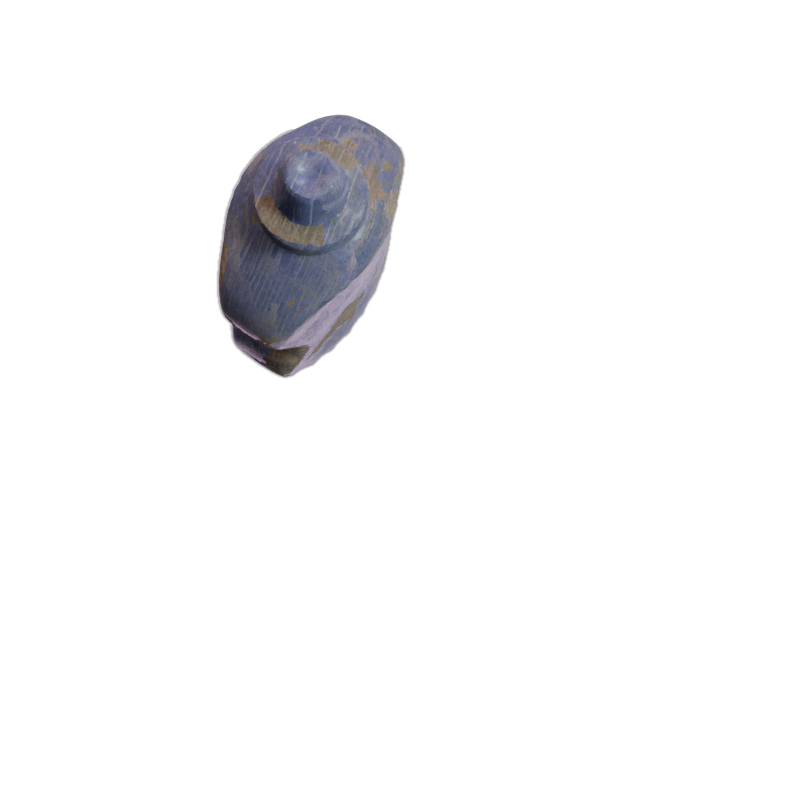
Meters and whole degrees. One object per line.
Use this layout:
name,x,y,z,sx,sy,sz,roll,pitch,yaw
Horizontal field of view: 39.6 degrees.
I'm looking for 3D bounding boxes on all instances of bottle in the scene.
bottle,-0.036,-0.065,0.454,0.059,0.097,0.188,34,-7,0
